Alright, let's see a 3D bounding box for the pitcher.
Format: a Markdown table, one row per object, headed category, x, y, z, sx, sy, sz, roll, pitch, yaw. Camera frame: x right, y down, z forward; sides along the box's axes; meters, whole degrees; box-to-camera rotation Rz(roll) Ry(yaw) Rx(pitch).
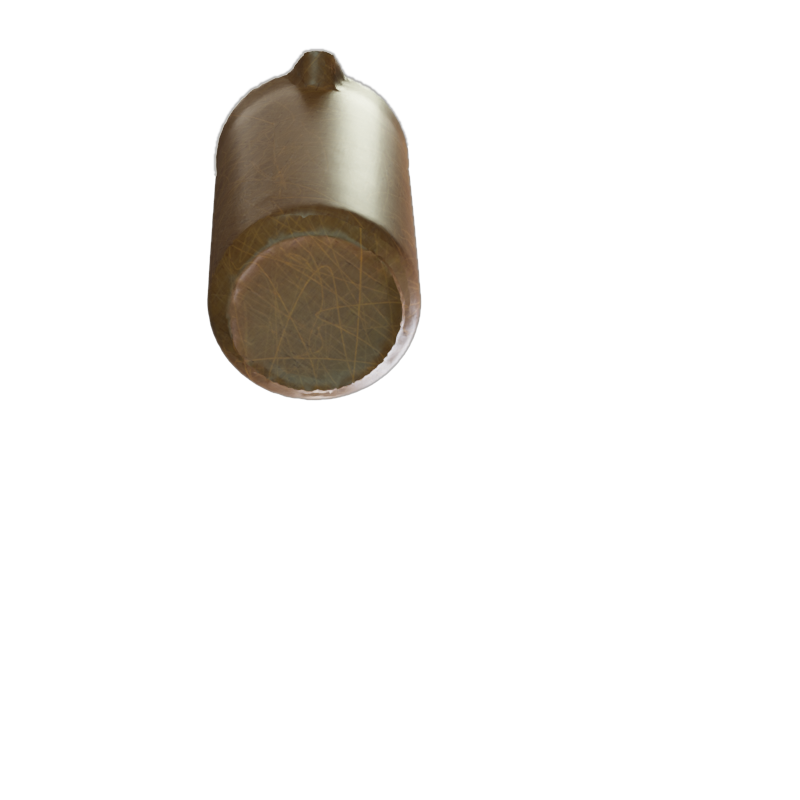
| category | x | y | z | sx | sy | sz | roll | pitch | yaw |
| --- | --- | --- | --- | --- | --- | --- | --- | --- | --- |
| pitcher | -0.052 | -0.095 | 0.663 | 0.144 | 0.142 | 0.257 | -37 | 24 | 15 |
